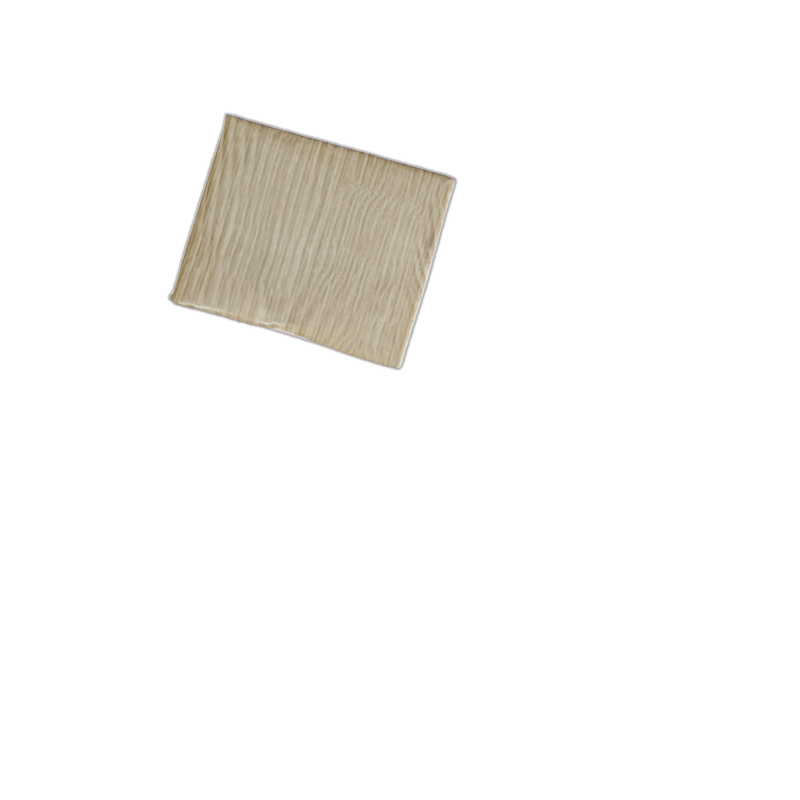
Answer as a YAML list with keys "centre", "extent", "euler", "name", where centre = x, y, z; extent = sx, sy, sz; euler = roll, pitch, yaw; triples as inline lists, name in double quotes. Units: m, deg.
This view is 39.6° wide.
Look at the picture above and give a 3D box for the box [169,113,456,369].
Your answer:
- centre: [-0.032, -0.059, 0.412]
  extent: [0.089, 0.073, 0.030]
  euler: [17, -2, 0]
  name: "box"
